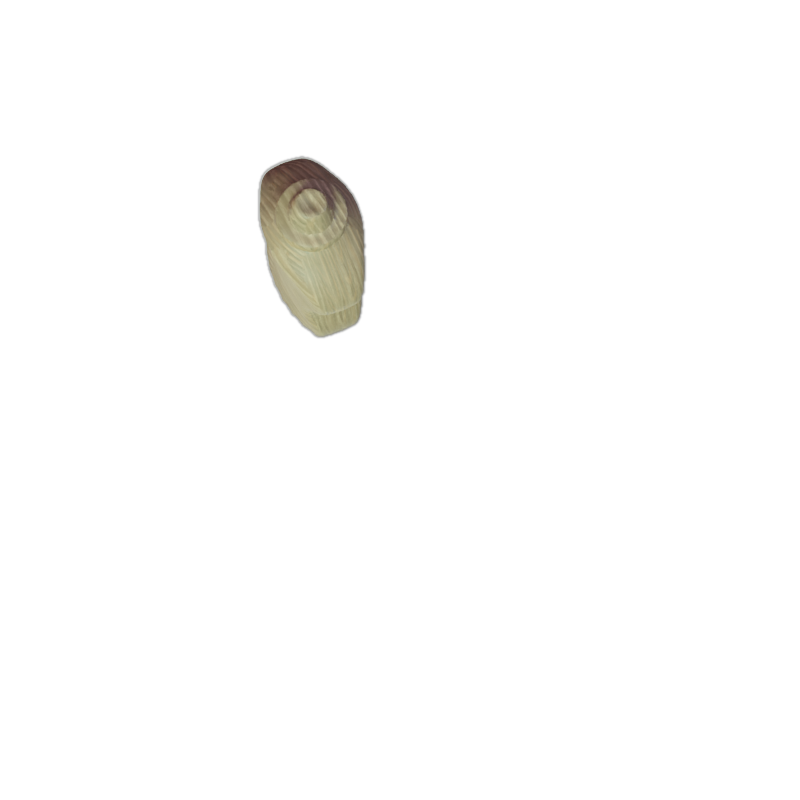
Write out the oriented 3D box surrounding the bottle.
[{"bbox_3d":[-0.054,-0.098,0.688,0.058,0.098,0.188,-20,-5,-6],"label":"bottle"}]
